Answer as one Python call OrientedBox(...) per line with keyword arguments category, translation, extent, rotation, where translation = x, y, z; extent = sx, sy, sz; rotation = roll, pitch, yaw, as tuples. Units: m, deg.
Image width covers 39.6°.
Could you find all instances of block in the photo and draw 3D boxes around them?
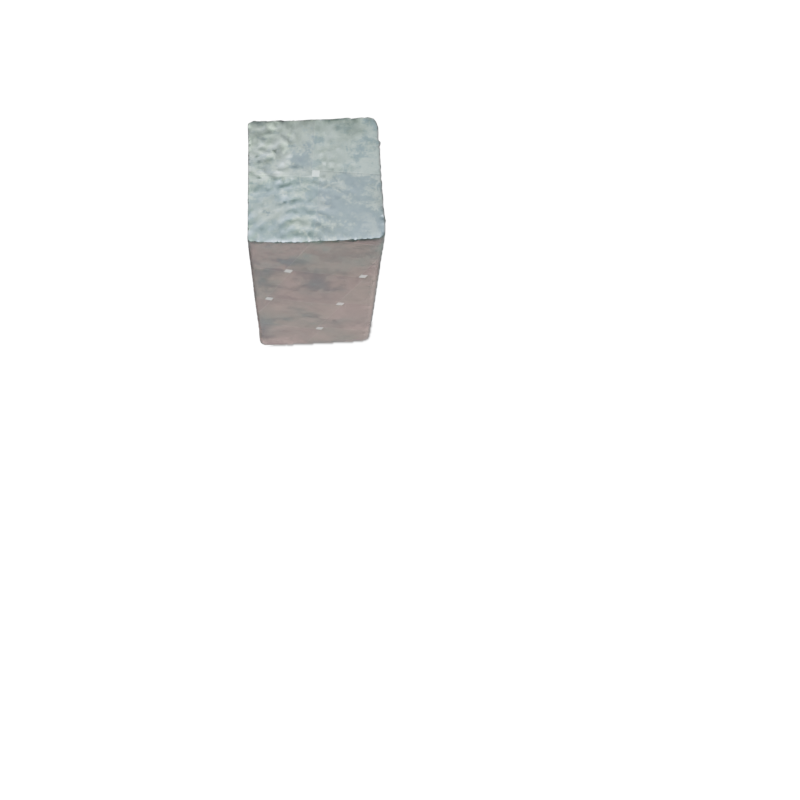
OrientedBox(category="block", translation=(-0.063, -0.116, 0.816), extent=(0.090, 0.095, 0.197), rotation=(-2, -18, -4))
